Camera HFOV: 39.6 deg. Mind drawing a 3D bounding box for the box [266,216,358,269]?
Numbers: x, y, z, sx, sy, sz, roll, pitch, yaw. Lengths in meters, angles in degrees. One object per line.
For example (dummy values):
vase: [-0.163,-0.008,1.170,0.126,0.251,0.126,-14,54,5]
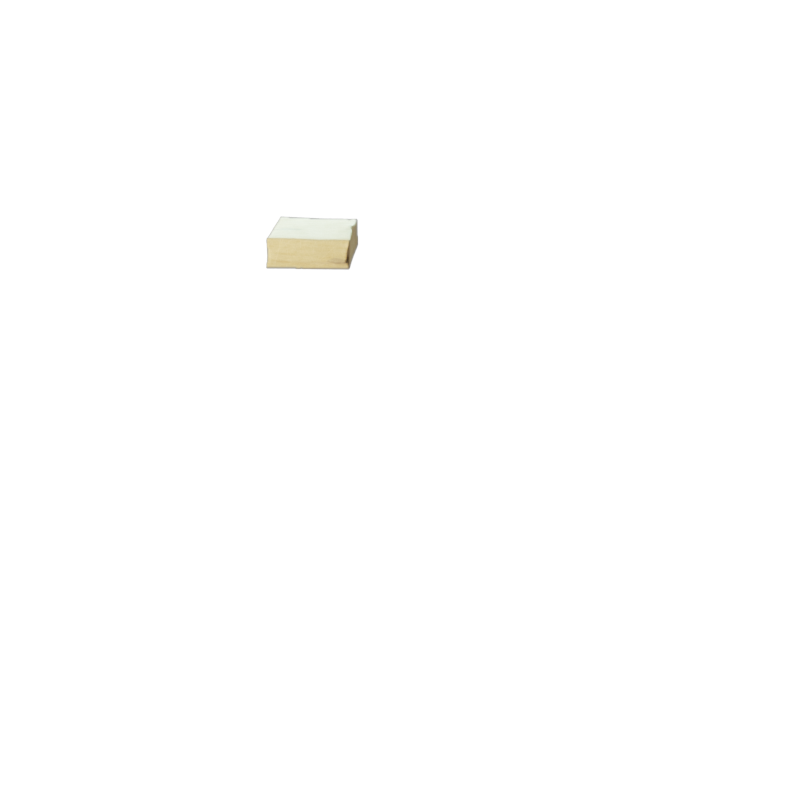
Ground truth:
box: [-0.077,-0.141,0.988,0.074,0.029,0.092,2,20,4]
